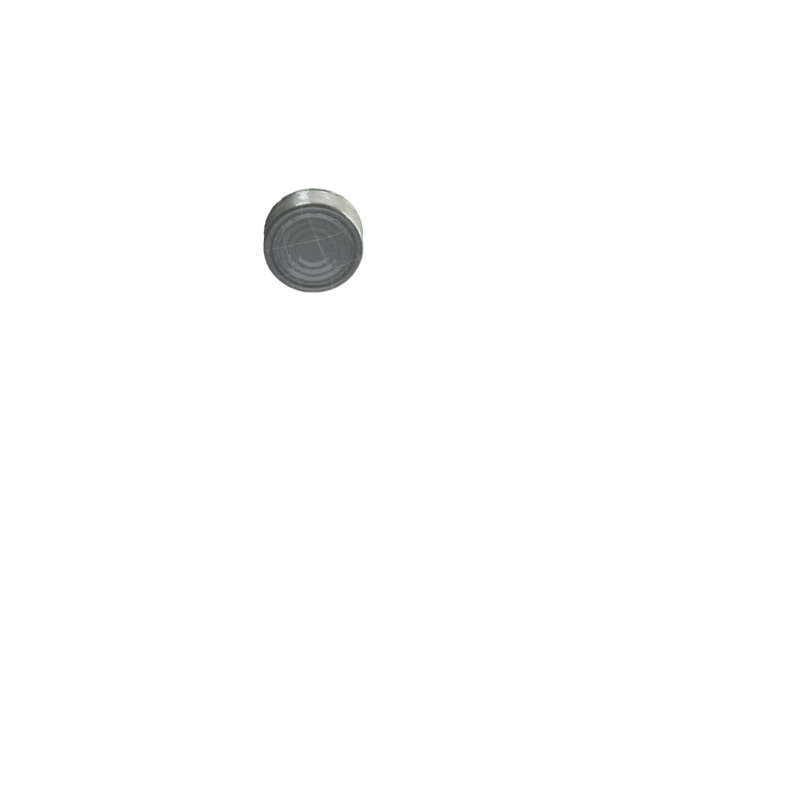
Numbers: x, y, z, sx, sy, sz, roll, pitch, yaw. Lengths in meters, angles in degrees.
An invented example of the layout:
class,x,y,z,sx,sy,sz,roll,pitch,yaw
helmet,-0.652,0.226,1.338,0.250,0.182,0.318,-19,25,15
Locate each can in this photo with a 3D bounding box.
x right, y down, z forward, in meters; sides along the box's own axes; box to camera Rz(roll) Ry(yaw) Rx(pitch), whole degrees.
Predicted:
class,x,y,z,sx,sy,sz,roll,pitch,yaw
can,-0.074,-0.135,0.943,0.086,0.081,0.036,1,29,-1
